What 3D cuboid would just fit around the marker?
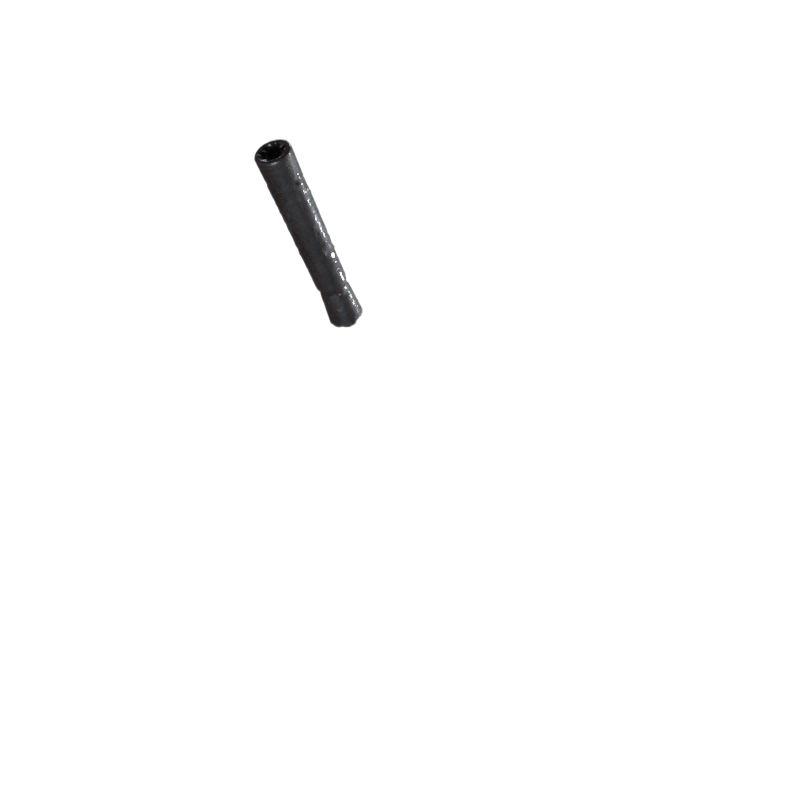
[{"bbox_3d":[-0.044,-0.080,0.562,0.020,0.021,0.112,-14,-47,11],"label":"marker"}]
